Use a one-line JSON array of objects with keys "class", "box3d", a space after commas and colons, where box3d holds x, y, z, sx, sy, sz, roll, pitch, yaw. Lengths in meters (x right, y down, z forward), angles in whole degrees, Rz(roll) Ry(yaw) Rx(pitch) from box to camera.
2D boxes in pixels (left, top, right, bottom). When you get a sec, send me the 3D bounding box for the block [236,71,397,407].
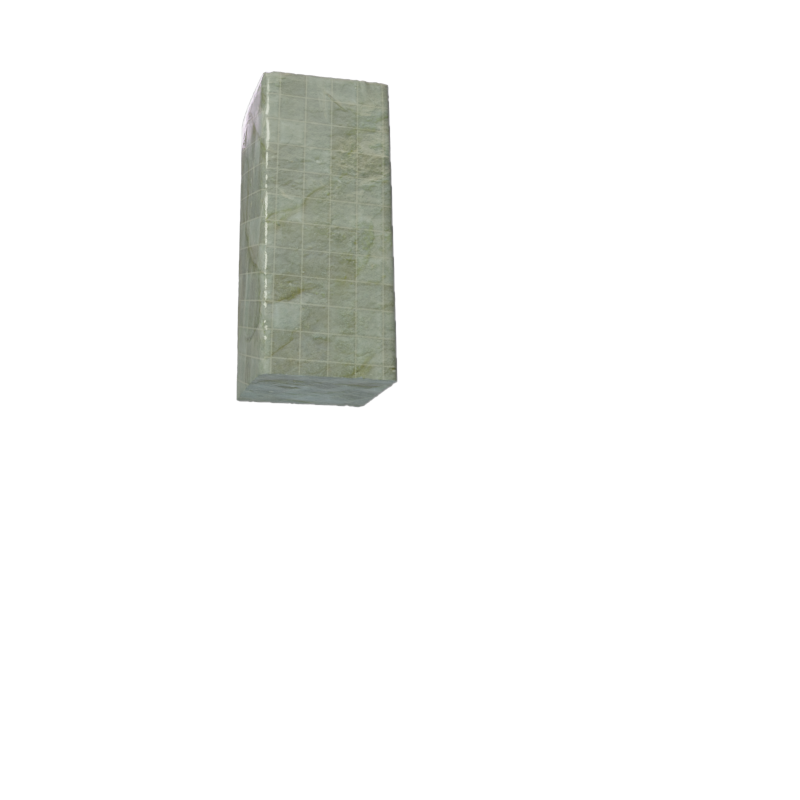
[{"class": "block", "box3d": [-0.059, -0.108, 0.752, 0.089, 0.215, 0.088, 4, -18, -15]}]
